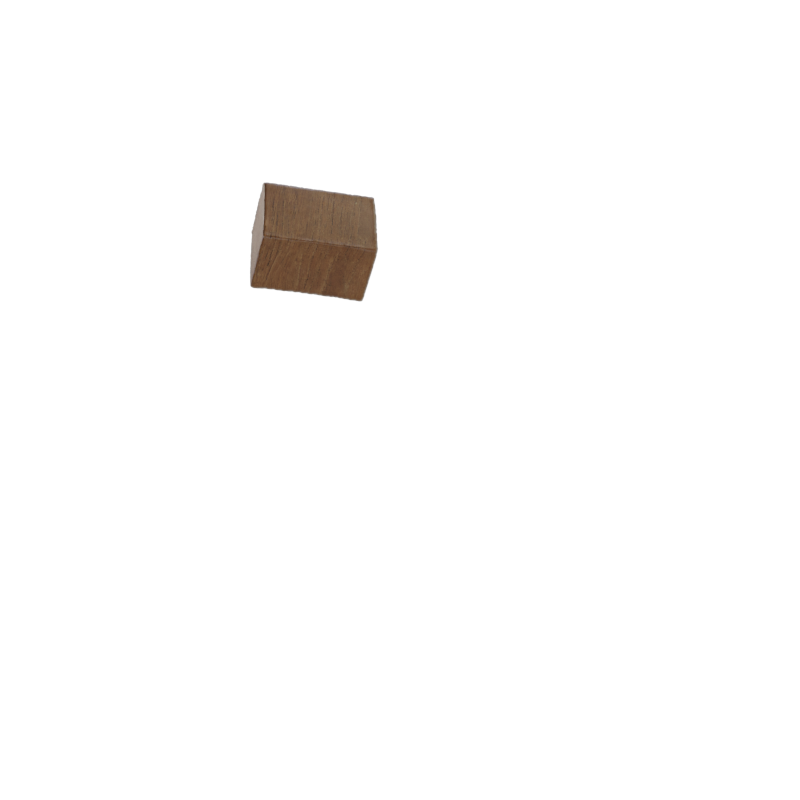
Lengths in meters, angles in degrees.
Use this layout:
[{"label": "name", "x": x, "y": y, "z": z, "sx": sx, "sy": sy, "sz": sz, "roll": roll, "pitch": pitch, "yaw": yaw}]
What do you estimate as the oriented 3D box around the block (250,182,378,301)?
[{"label": "block", "x": -0.058, "y": -0.105, "z": 0.739, "sx": 0.077, "sy": 0.055, "sz": 0.050, "roll": 7, "pitch": -41, "yaw": -10}]
